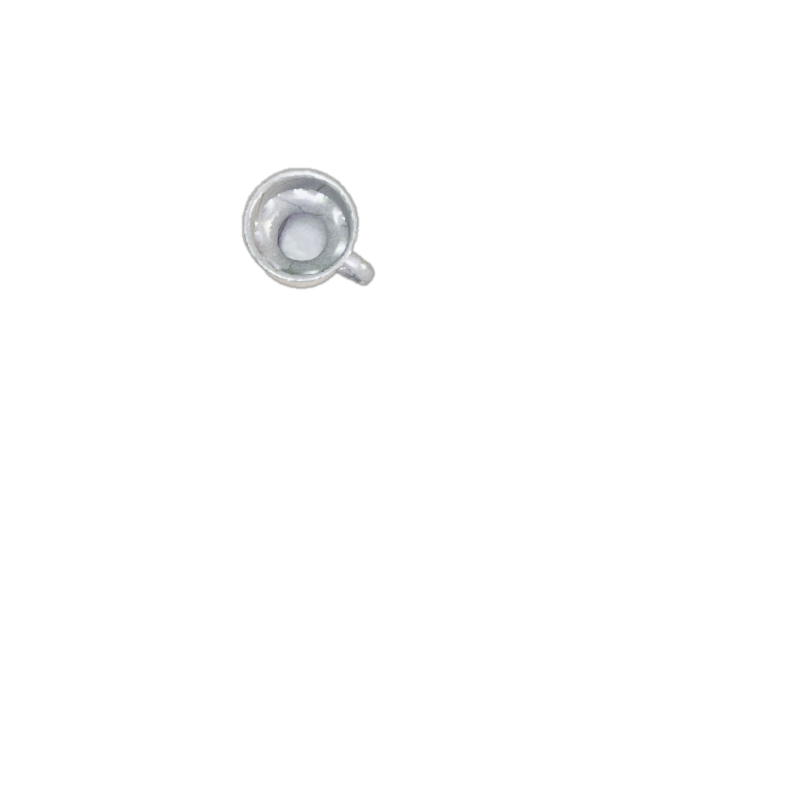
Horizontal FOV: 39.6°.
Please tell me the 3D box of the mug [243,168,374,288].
[{"bbox_3d":[-0.073,-0.133,0.928,0.118,0.094,0.080,31,-7,3],"label":"mug"}]
